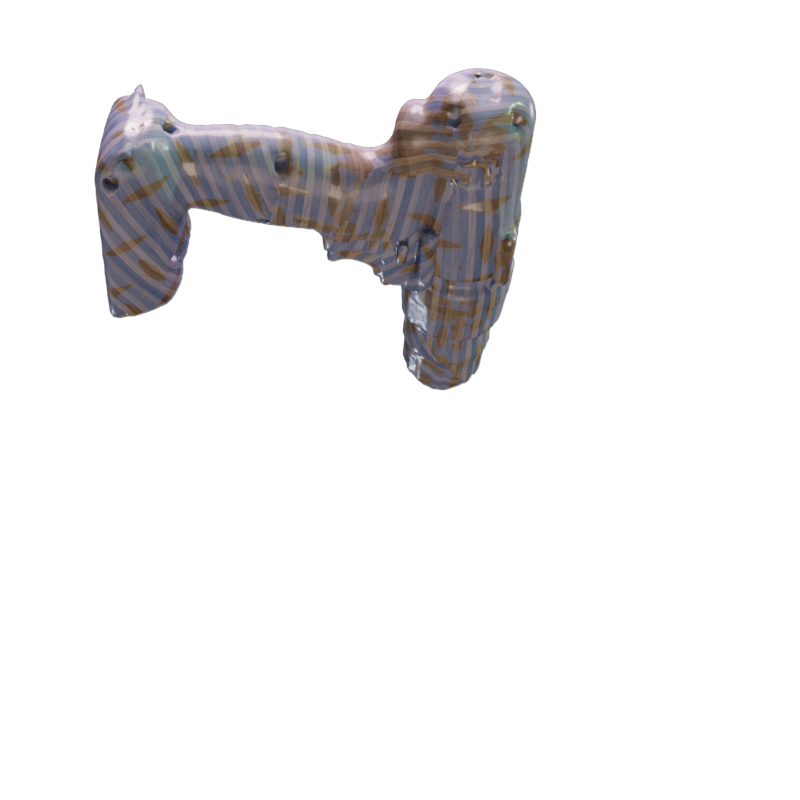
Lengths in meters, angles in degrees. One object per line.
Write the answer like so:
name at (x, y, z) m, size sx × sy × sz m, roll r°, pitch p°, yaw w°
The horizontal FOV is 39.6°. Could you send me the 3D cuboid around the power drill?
power drill at (-0.040, -0.073, 0.511) m, size 0.187 × 0.062 × 0.172 m, roll 2°, pitch -44°, yaw -3°
